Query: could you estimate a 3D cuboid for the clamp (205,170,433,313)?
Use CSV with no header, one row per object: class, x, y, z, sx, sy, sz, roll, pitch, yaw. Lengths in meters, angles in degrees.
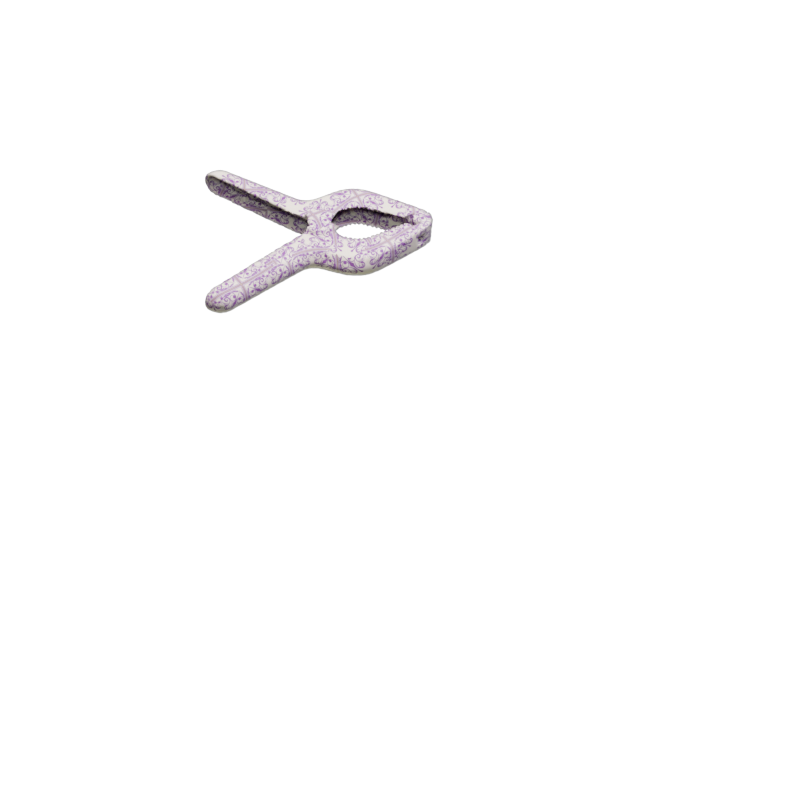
clamp,-0.077,-0.140,0.981,0.210,0.176,0.034,1,-39,1
